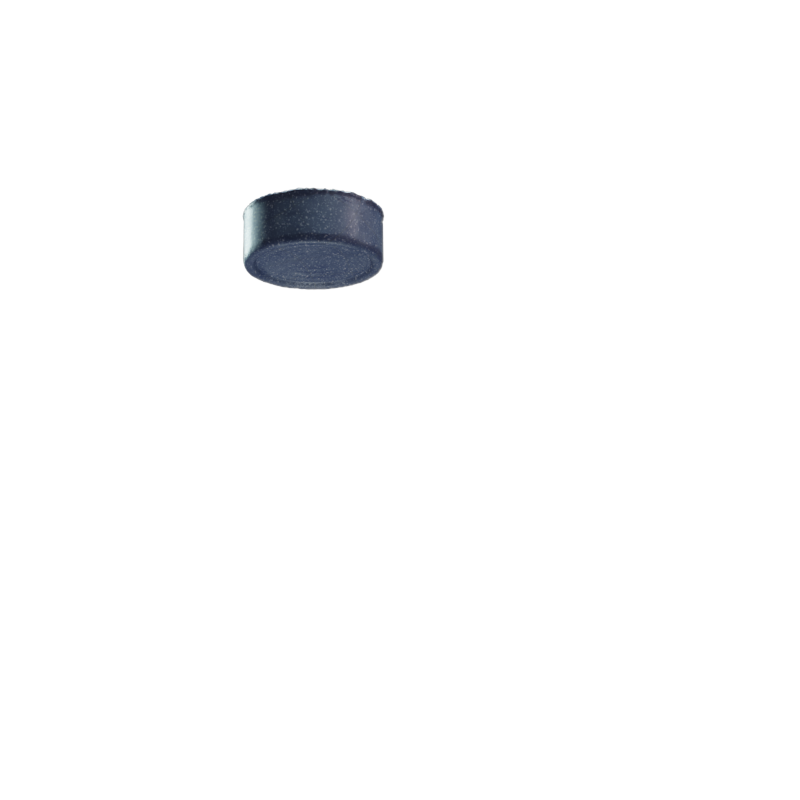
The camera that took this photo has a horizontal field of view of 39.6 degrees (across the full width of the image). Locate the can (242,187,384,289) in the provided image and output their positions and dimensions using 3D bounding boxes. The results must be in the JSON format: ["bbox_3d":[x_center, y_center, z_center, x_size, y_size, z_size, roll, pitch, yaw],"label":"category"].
[{"bbox_3d":[-0.052,-0.095,0.668,0.086,0.035,0.082,0,-15,-2],"label":"can"}]
